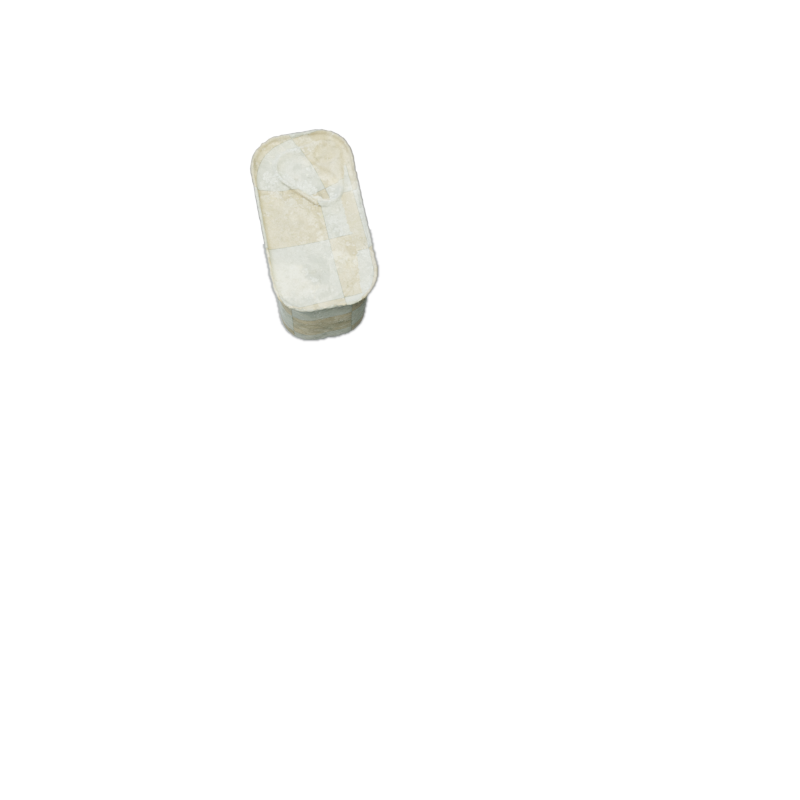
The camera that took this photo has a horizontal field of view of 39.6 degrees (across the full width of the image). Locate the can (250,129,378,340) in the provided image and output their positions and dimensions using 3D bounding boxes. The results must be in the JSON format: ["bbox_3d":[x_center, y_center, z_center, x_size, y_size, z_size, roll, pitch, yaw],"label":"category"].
[{"bbox_3d":[-0.050,-0.091,0.634,0.057,0.106,0.081,-11,-14,-5],"label":"can"}]
